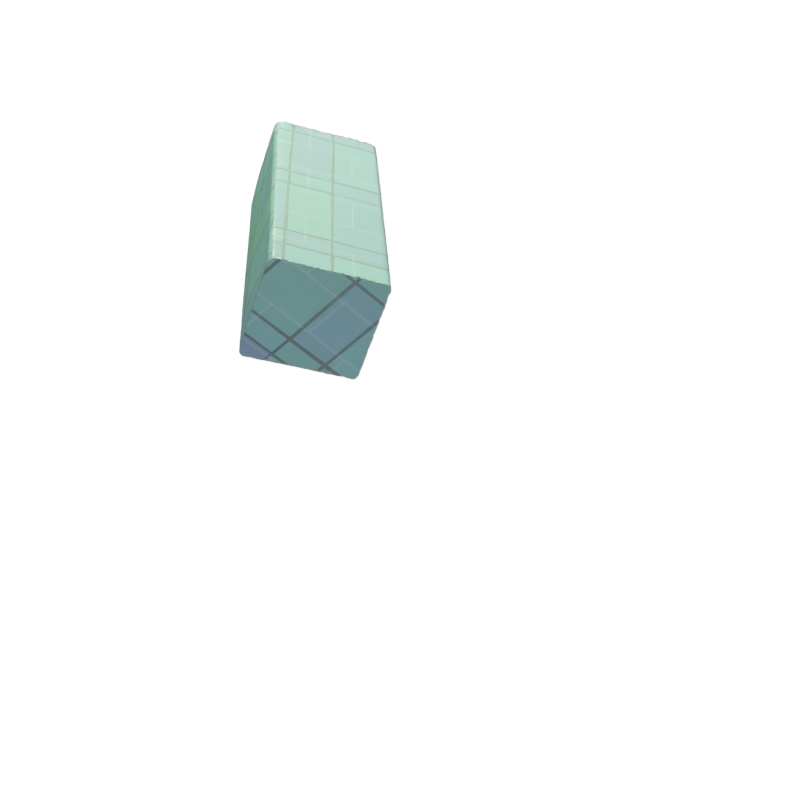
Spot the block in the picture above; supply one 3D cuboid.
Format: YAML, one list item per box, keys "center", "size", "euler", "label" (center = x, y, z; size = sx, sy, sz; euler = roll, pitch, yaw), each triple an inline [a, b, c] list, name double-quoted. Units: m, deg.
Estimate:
- center: [-0.068, -0.124, 0.862]
  size: [0.089, 0.086, 0.221]
  euler: [12, 36, -13]
  label: "block"
